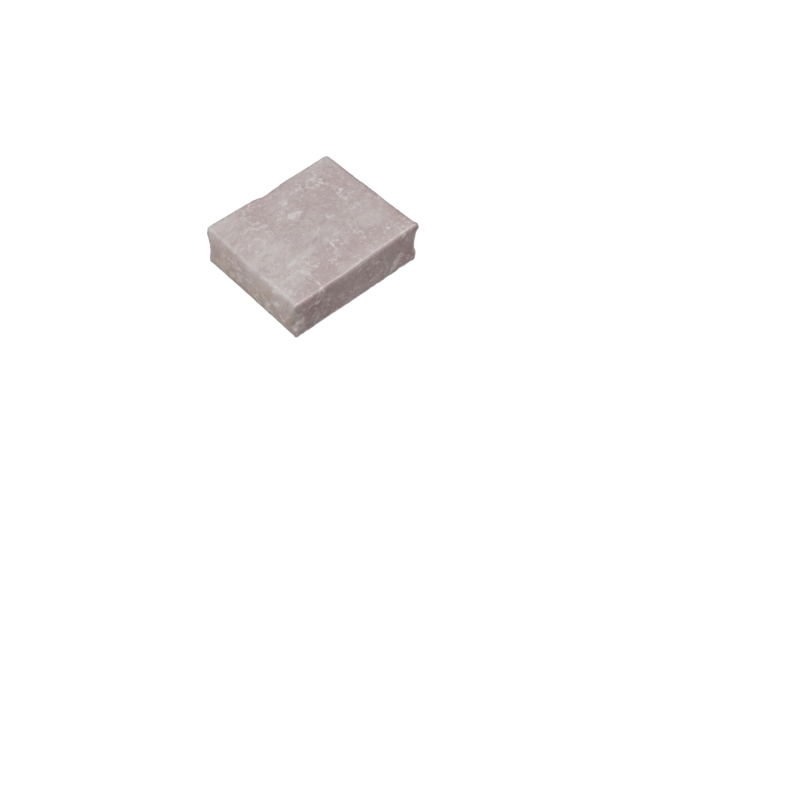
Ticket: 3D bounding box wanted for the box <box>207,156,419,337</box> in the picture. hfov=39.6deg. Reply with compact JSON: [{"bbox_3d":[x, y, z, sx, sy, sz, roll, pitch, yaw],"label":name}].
[{"bbox_3d":[-0.046,-0.085,0.593,0.090,0.028,0.078,-36,59,-26],"label":"box"}]
